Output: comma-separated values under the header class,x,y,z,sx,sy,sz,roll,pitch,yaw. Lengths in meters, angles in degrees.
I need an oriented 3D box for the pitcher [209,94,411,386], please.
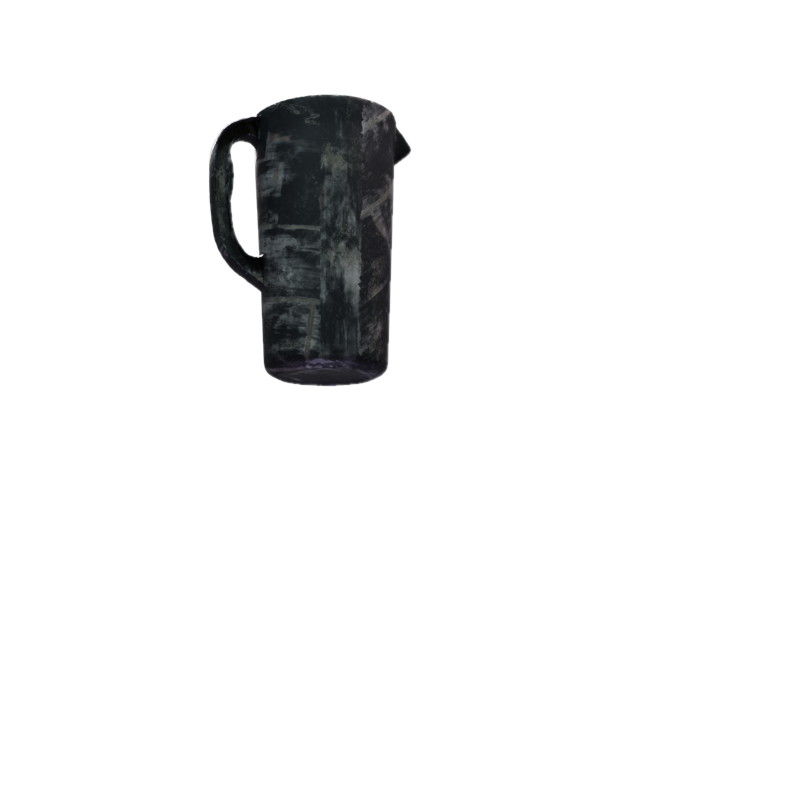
class,x,y,z,sx,sy,sz,roll,pitch,yaw
pitcher,-0.077,-0.141,0.987,0.152,0.253,0.136,-7,-16,23
